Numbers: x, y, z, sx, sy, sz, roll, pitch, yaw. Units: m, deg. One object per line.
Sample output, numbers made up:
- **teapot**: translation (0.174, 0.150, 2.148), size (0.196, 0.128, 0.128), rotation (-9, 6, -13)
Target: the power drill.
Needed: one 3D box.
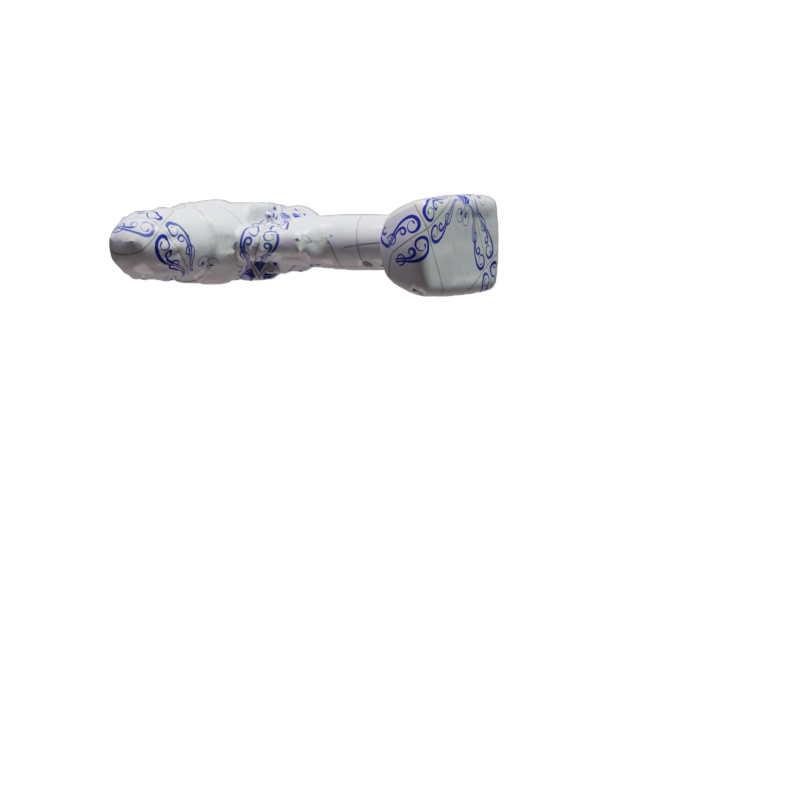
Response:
- **power drill**: translation (-0.051, -0.093, 0.653), size (0.195, 0.056, 0.180), rotation (7, 13, 32)
